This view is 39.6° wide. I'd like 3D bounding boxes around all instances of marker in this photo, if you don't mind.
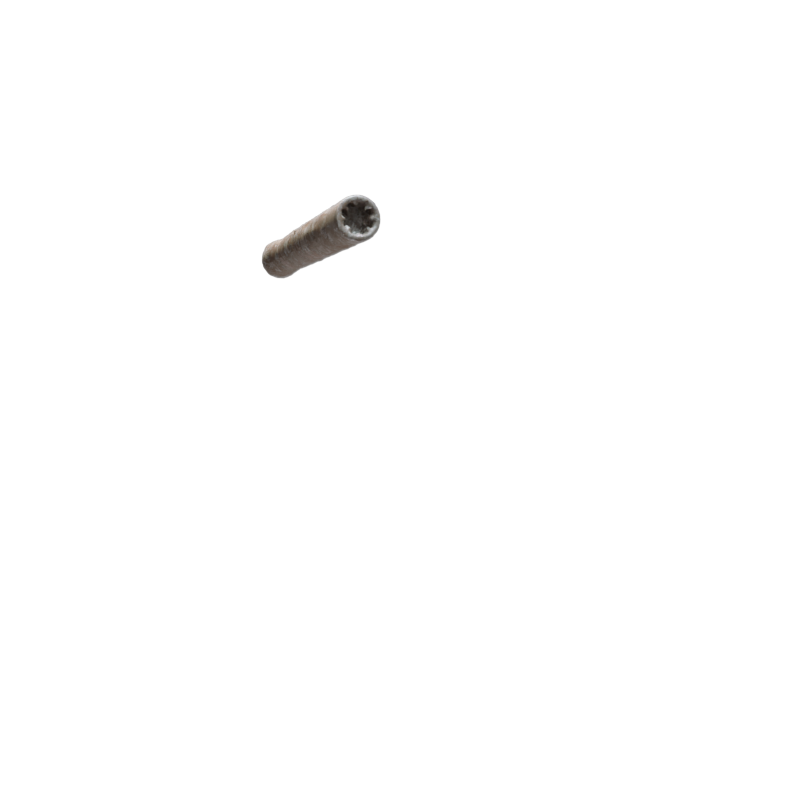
[{"bbox_3d":[-0.038,-0.069,0.485,0.019,0.020,0.122,-1,-1,-21],"label":"marker"}]
